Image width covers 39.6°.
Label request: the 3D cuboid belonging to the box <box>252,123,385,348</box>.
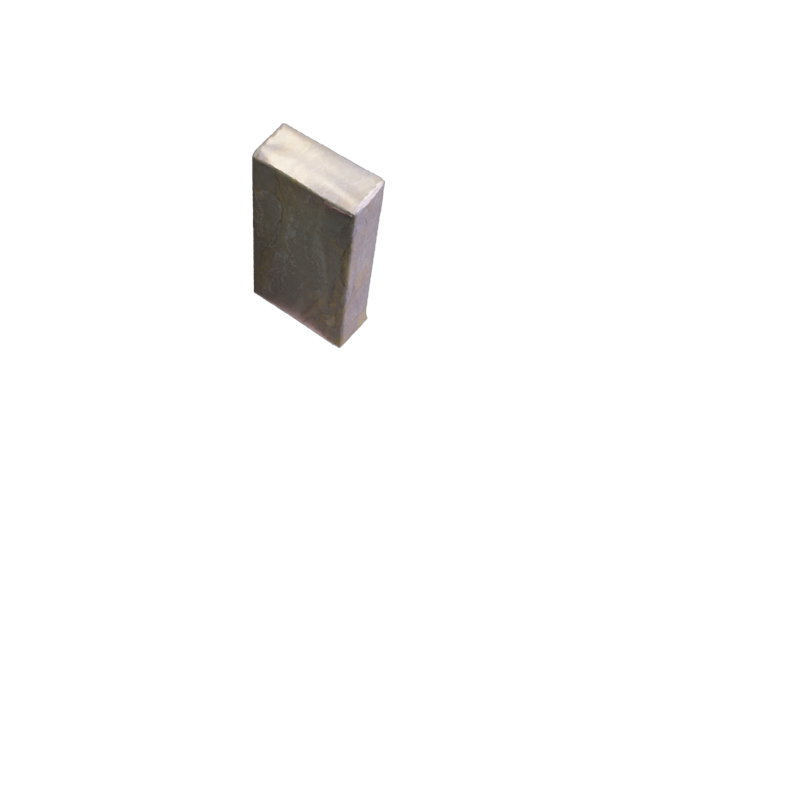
[{"bbox_3d":[-0.066,-0.120,0.843,0.097,0.049,0.165,34,-27,15],"label":"box"}]
